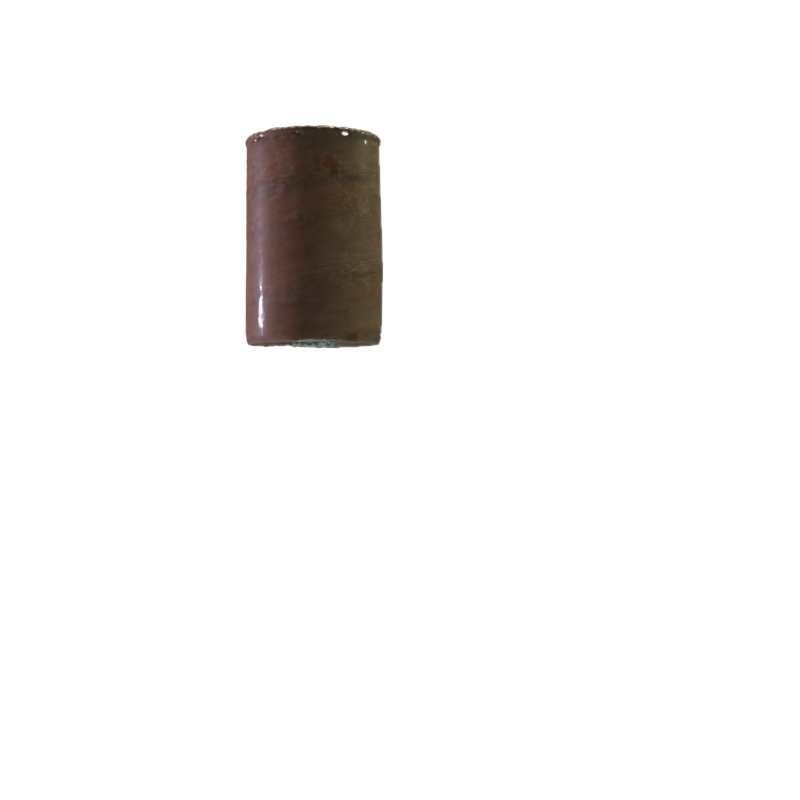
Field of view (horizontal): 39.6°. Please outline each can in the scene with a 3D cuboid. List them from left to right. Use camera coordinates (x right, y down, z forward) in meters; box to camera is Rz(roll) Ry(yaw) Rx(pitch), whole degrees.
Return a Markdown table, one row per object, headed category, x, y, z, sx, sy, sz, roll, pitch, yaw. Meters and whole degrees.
| category | x | y | z | sx | sy | sz | roll | pitch | yaw |
| --- | --- | --- | --- | --- | --- | --- | --- | --- | --- |
| can | -0.043 | -0.078 | 0.548 | 0.068 | 0.104 | 0.068 | 0 | -5 | -2 |
